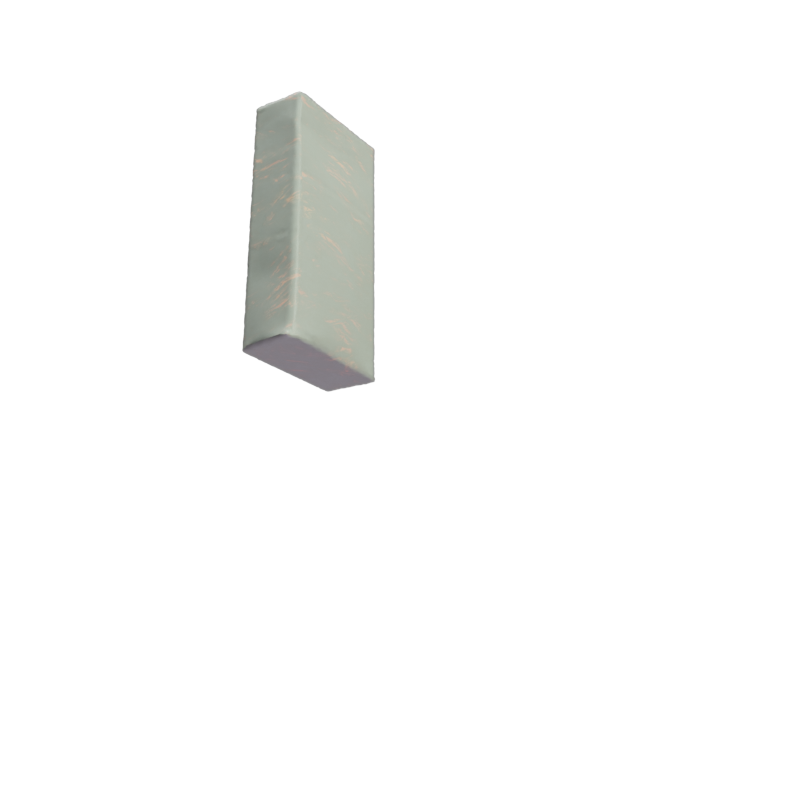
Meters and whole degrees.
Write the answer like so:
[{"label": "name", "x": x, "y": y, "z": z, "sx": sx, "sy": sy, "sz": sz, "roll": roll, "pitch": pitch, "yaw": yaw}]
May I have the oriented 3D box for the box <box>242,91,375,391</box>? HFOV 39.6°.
[{"label": "box", "x": -0.057, "y": -0.104, "z": 0.731, "sx": 0.049, "sy": 0.187, "sz": 0.087, "roll": -18, "pitch": -30, "yaw": 30}]
